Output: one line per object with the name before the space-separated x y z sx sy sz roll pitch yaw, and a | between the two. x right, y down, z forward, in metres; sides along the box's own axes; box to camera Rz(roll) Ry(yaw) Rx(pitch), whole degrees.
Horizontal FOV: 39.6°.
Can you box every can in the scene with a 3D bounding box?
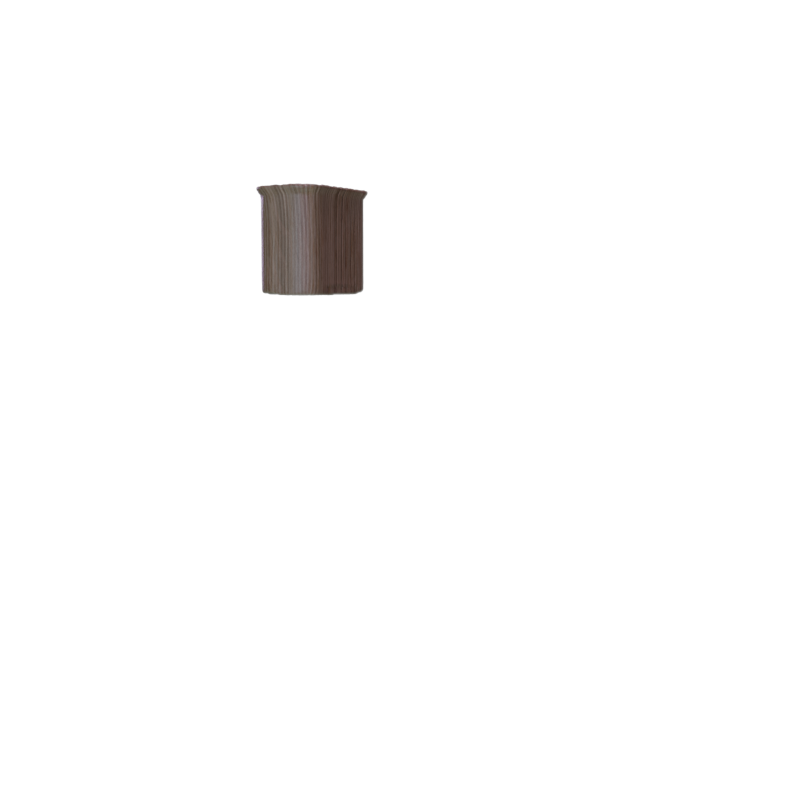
can | -0.068 -0.125 0.874 0.059 0.084 0.099 0 3 28
